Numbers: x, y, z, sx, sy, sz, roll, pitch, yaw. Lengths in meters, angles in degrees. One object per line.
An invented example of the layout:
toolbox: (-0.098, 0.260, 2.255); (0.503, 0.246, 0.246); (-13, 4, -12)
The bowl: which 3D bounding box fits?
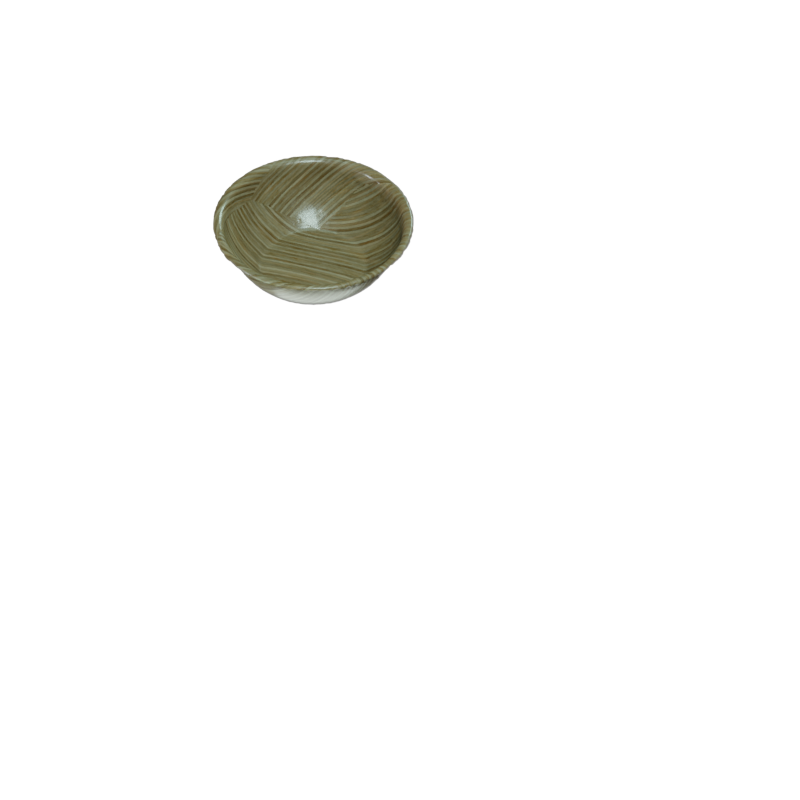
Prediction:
bowl: (-0.071, -0.130, 0.911); (0.162, 0.174, 0.051); (-1, -43, -1)
